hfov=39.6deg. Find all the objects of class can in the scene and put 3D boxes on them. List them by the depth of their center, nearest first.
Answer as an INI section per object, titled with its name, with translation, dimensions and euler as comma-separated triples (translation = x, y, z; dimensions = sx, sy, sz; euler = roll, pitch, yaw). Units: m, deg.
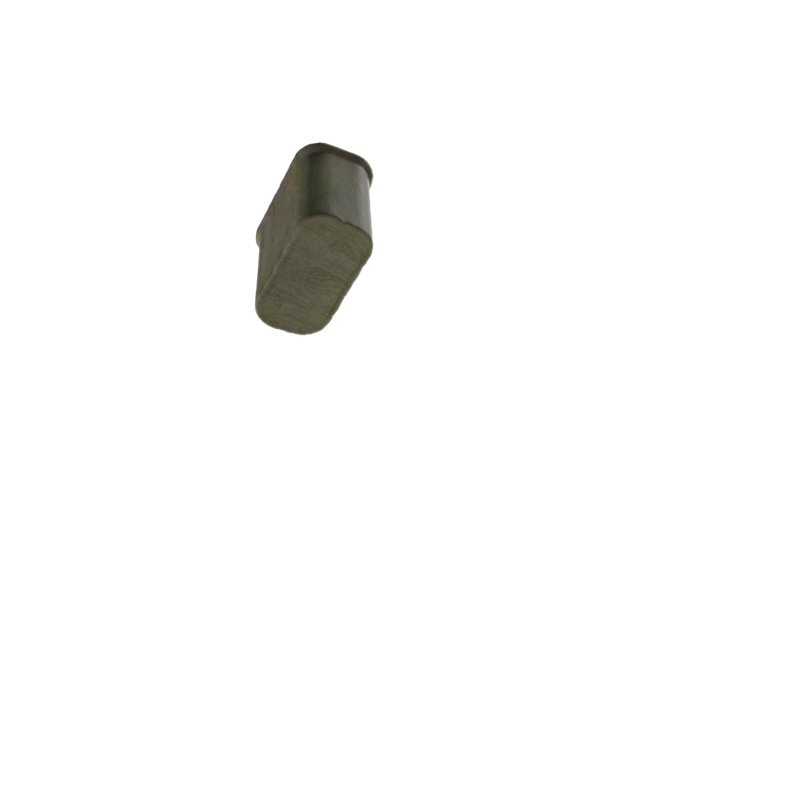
[can]
translation = -0.058, -0.105, 0.736
dimensions = 0.056, 0.098, 0.090
euler = 20, 36, -19
